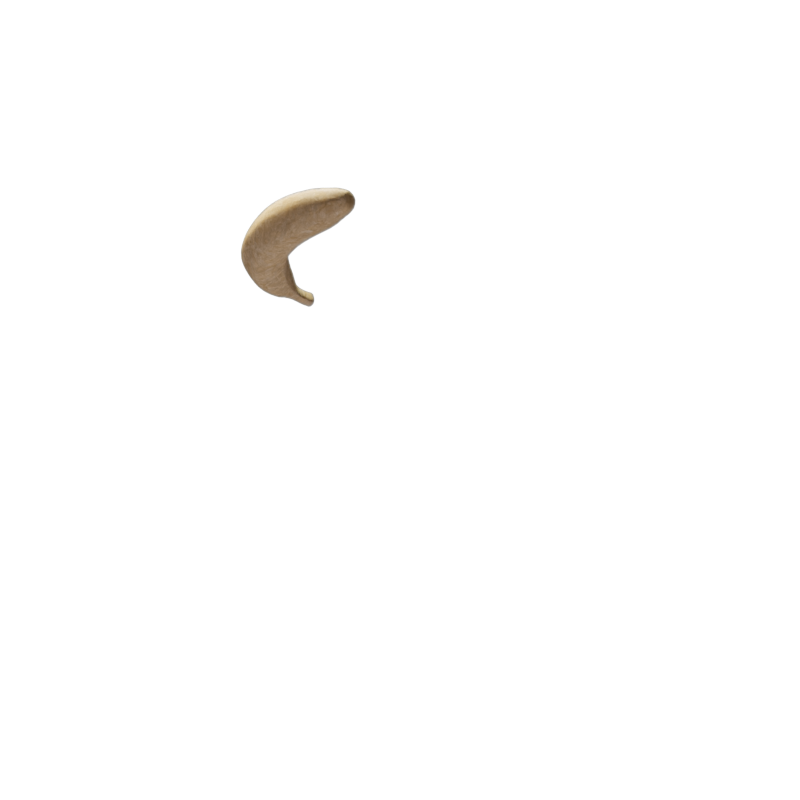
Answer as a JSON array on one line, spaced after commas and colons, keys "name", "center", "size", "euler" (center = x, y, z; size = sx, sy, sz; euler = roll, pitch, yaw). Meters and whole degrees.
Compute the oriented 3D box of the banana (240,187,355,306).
[{"name": "banana", "center": [-0.086, -0.121, 0.853], "size": [0.068, 0.038, 0.192], "euler": [3, -16, -12]}]
